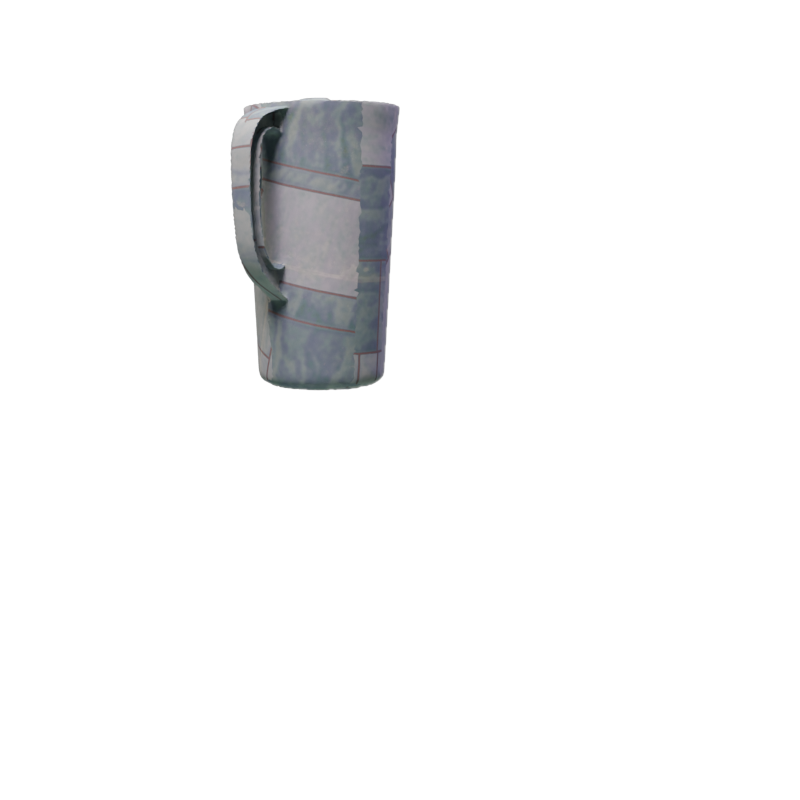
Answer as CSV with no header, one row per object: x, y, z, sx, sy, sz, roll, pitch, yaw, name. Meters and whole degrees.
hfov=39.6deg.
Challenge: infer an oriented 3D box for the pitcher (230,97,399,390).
-0.074,-0.134,0.941,0.147,0.242,0.148,0,3,-11,pitcher
